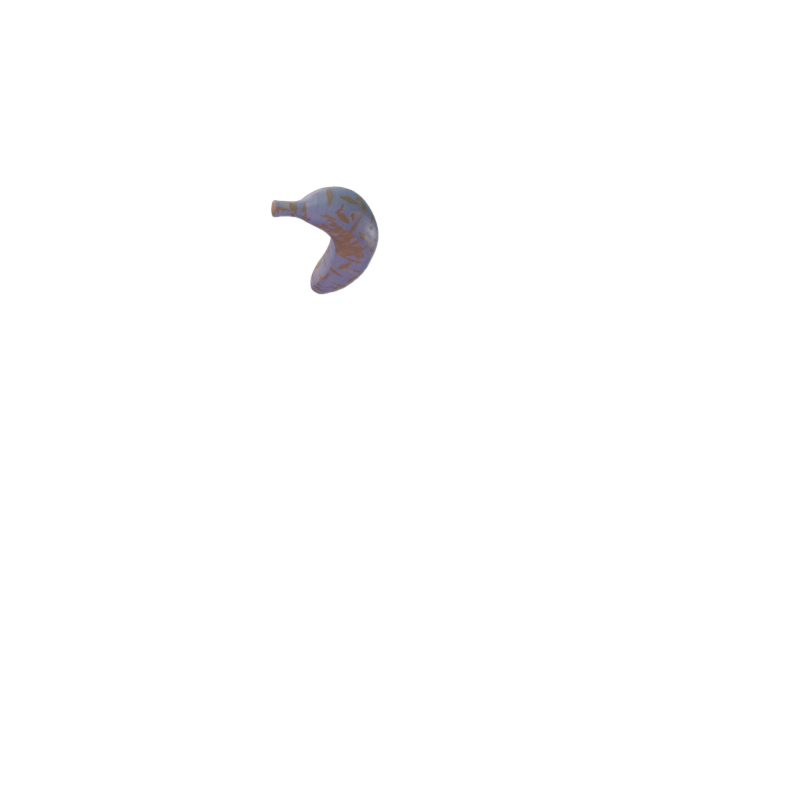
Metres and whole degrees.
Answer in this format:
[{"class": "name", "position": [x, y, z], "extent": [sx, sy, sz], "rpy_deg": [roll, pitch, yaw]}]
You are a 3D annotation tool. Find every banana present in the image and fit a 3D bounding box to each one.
[{"class": "banana", "position": [-0.051, -0.127, 0.872], "extent": [0.070, 0.038, 0.188], "rpy_deg": [-2, -15, 5]}]
